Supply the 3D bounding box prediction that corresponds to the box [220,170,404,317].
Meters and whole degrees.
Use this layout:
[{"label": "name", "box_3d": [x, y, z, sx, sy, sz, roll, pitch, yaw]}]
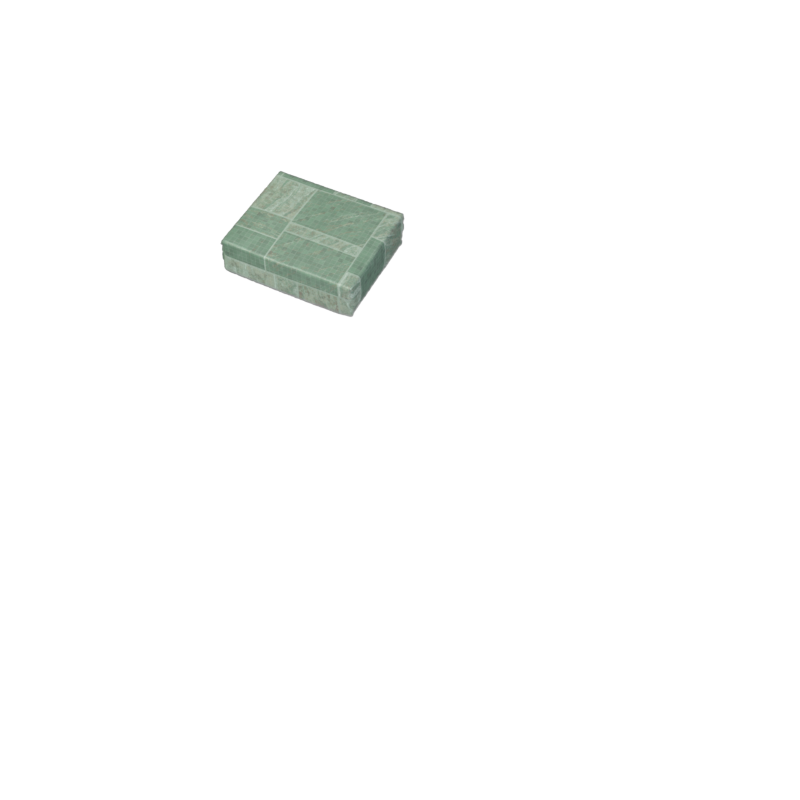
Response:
[{"label": "box", "box_3d": [-0.066, -0.121, 0.845, 0.118, 0.093, 0.036, 22, -36, 17]}]
